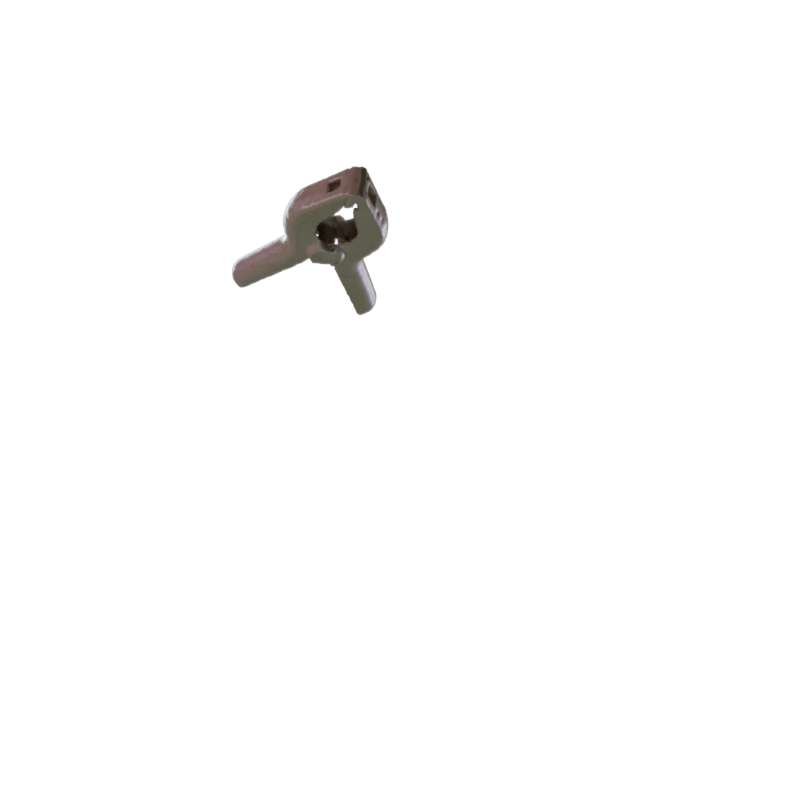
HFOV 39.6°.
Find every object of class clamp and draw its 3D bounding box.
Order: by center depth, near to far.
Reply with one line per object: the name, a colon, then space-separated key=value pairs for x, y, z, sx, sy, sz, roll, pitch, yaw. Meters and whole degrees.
clamp: x=-0.067 y=-0.122 z=0.854 sx=0.119 sy=0.042 sz=0.162 roll=4 pitch=-31 yaw=-8
